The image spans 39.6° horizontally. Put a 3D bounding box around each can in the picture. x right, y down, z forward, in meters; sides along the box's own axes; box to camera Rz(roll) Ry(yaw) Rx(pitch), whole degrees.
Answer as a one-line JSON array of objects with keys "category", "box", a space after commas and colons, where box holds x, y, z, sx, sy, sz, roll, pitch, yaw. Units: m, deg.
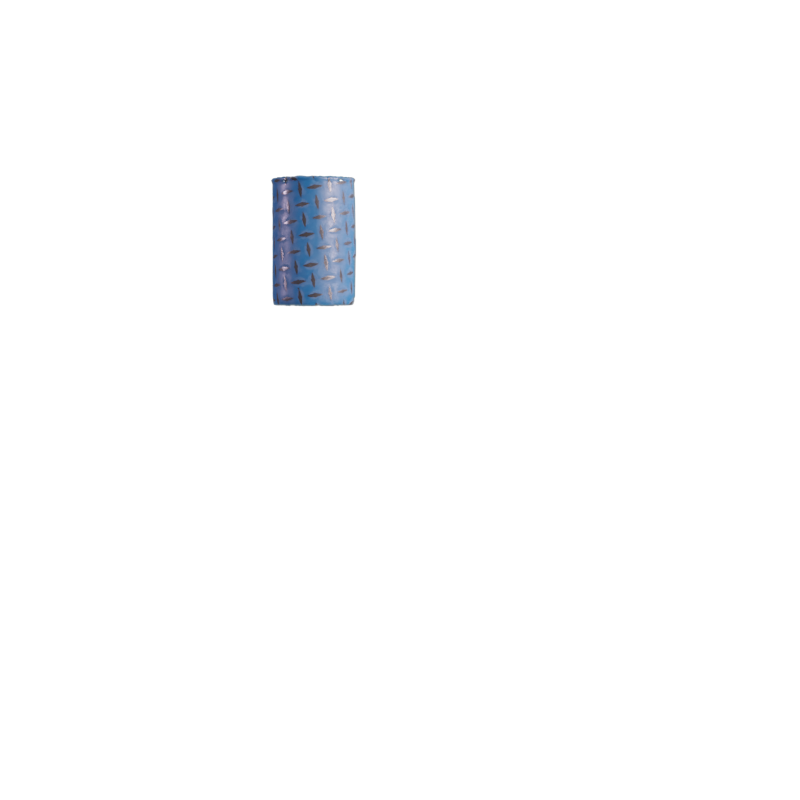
[{"category": "can", "box": [-0.070, -0.128, 0.896, 0.068, 0.102, 0.069, 0, 1, -2]}]
